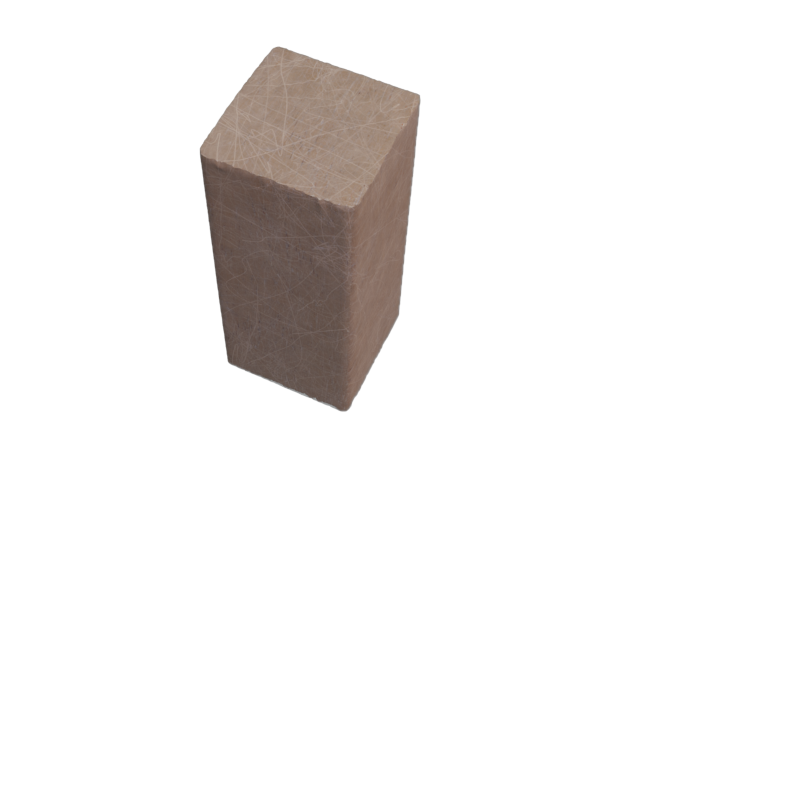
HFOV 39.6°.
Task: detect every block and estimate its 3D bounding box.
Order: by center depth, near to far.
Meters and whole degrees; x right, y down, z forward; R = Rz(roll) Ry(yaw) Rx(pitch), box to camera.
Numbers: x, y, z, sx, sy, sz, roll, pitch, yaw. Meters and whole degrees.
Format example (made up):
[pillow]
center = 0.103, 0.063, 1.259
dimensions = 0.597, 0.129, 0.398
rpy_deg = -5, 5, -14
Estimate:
[block]
center = -0.052, -0.093, 0.653
dimensions = 0.093, 0.094, 0.193
rpy_deg = 23, -31, 10
